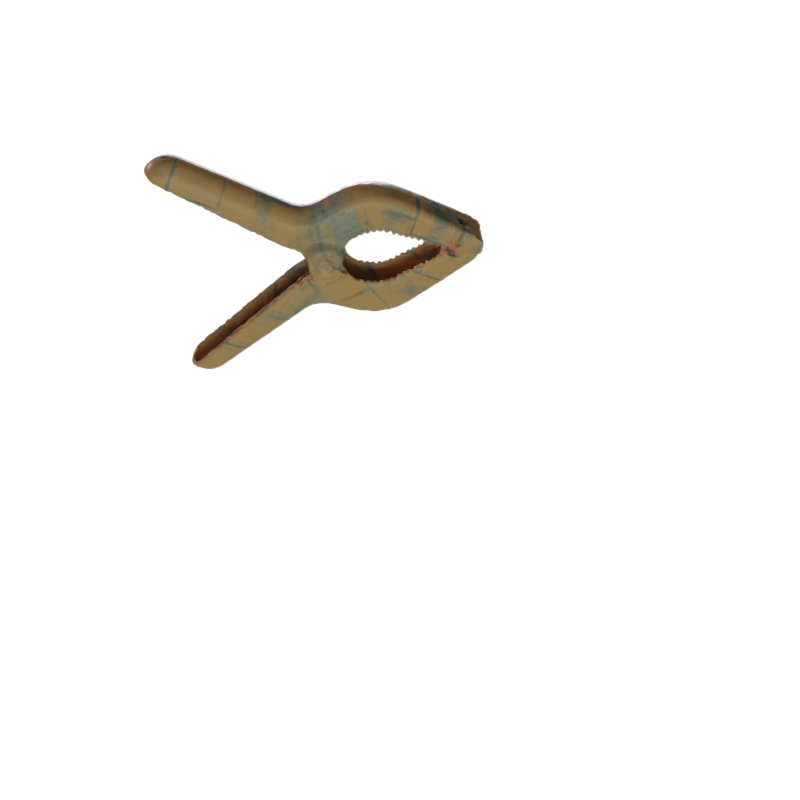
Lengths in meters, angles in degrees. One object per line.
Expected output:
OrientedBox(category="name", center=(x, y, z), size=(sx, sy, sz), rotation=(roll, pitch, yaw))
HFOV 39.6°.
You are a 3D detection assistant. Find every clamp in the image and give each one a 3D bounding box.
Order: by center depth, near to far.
OrientedBox(category="clamp", center=(-0.055, -0.101, 0.707), size=(0.211, 0.152, 0.039), rotation=(-10, 38, 8))
